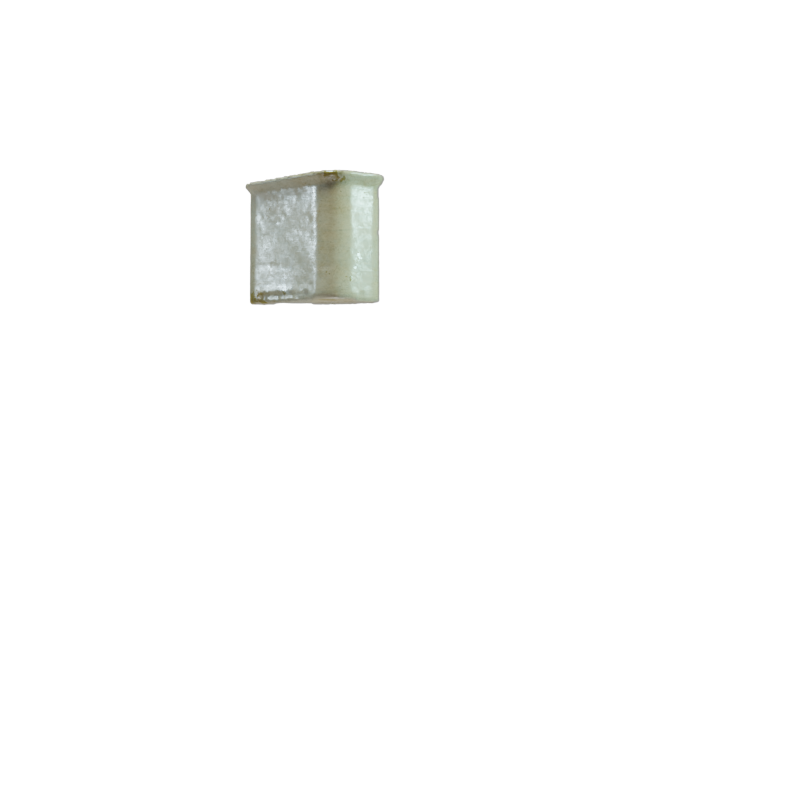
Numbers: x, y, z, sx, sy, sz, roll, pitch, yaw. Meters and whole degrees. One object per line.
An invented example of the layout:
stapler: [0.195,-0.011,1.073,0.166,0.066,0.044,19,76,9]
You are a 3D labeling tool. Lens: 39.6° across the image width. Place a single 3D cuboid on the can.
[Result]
can: [-0.059,-0.107,0.748,0.055,0.084,0.106,2,-1,-43]
